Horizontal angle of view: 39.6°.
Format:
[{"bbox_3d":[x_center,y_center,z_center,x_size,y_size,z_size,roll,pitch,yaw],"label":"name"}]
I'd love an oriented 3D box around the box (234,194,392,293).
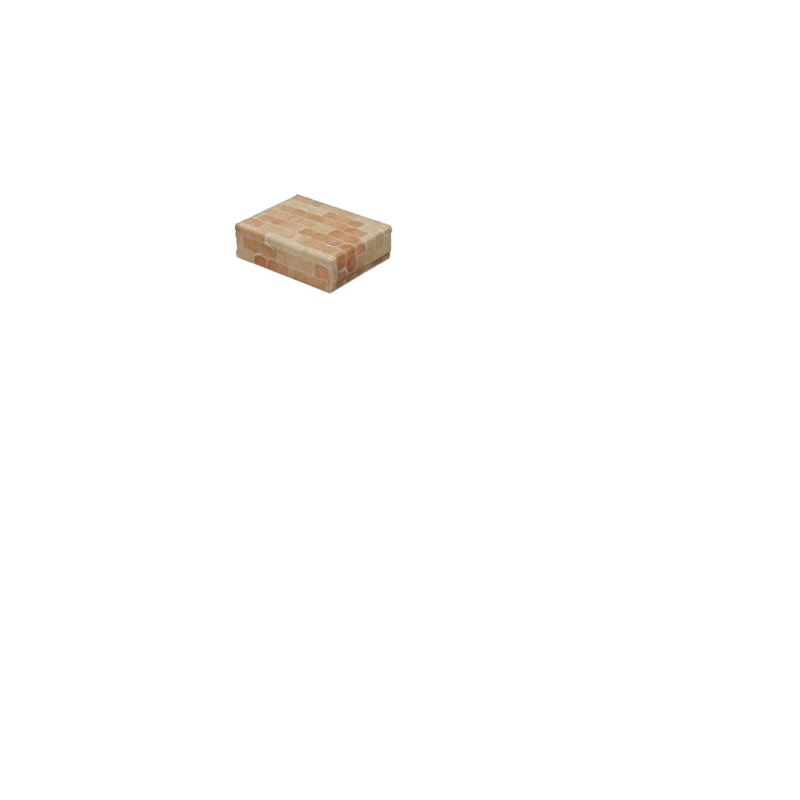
[{"bbox_3d":[-0.078,-0.142,0.993,0.120,0.037,0.090,21,35,31],"label":"box"}]
